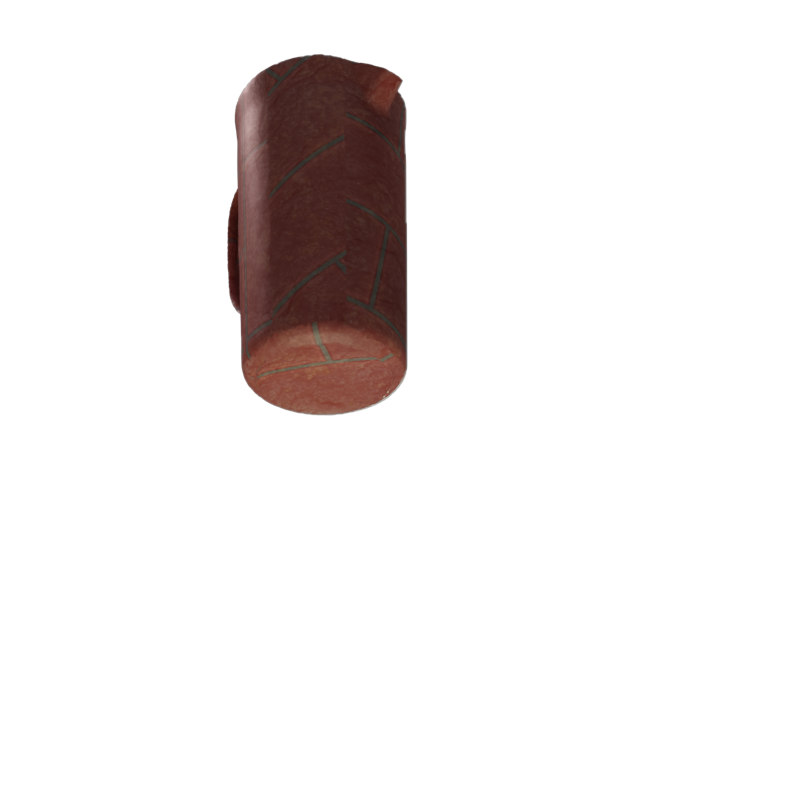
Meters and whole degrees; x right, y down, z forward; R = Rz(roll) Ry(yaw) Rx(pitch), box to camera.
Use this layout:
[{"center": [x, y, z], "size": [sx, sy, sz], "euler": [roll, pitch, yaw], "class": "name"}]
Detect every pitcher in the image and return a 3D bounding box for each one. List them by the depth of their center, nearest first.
[{"center": [-0.062, -0.113, 0.792], "size": [0.145, 0.260, 0.139], "euler": [-3, -35, 1], "class": "pitcher"}]
